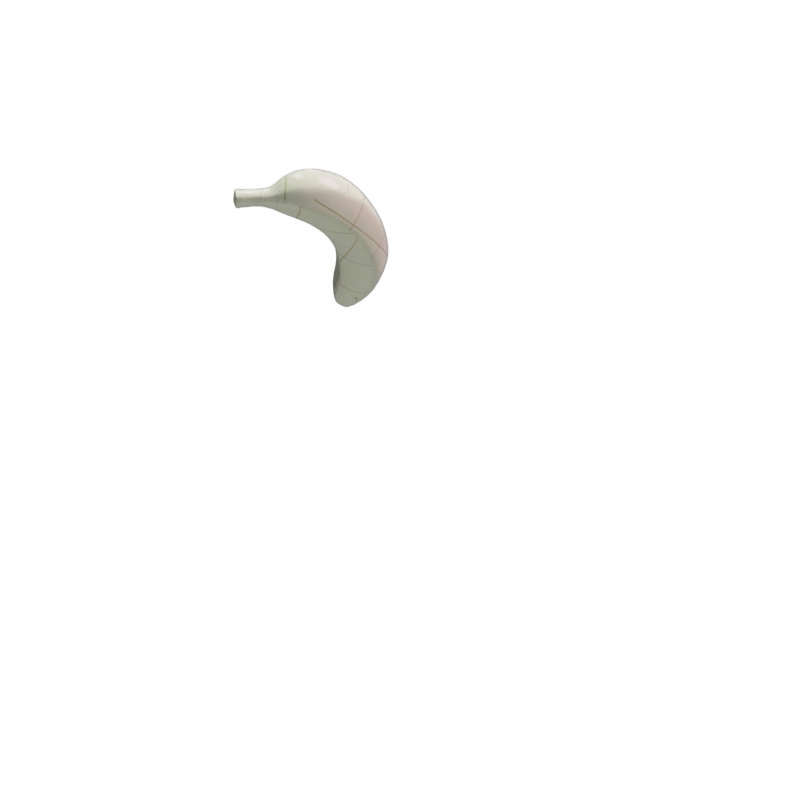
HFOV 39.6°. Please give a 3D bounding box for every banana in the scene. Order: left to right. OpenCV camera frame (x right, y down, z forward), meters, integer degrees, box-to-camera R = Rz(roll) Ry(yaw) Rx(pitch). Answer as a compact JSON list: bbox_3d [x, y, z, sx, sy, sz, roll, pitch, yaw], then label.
[{"bbox_3d":[-0.044,-0.113,0.763,0.071,0.039,0.185,-7,-21,18],"label":"banana"}]
